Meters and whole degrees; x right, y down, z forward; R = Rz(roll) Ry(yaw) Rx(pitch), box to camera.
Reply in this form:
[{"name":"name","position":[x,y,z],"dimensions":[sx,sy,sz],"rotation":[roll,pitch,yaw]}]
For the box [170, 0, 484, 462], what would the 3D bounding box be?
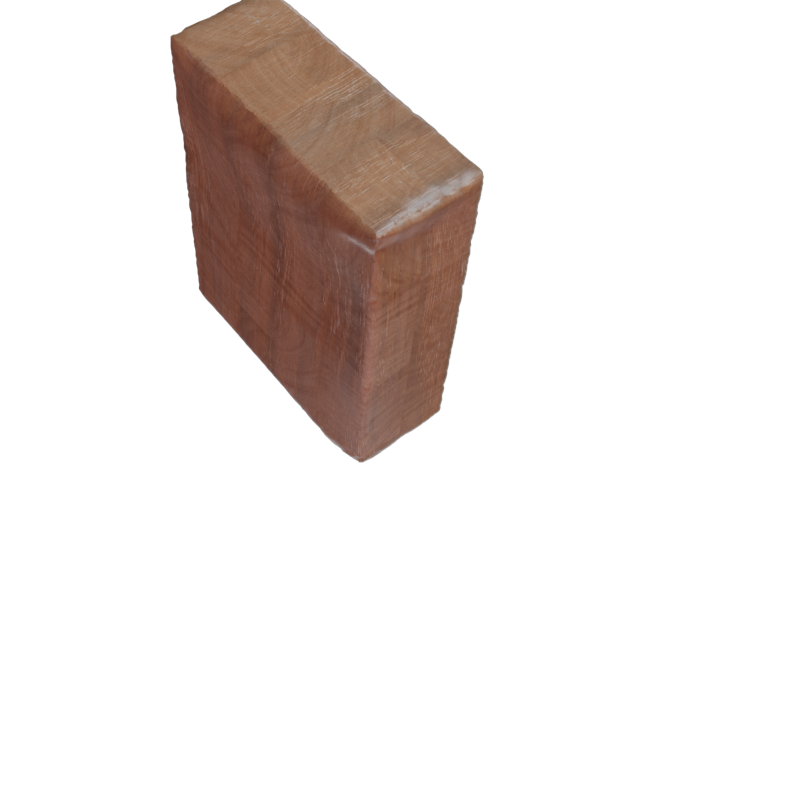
[{"name":"box","position":[-0.047,-0.085,0.595],"dimensions":[0.072,0.175,0.200],"rotation":[-33,-26,-22]}]
